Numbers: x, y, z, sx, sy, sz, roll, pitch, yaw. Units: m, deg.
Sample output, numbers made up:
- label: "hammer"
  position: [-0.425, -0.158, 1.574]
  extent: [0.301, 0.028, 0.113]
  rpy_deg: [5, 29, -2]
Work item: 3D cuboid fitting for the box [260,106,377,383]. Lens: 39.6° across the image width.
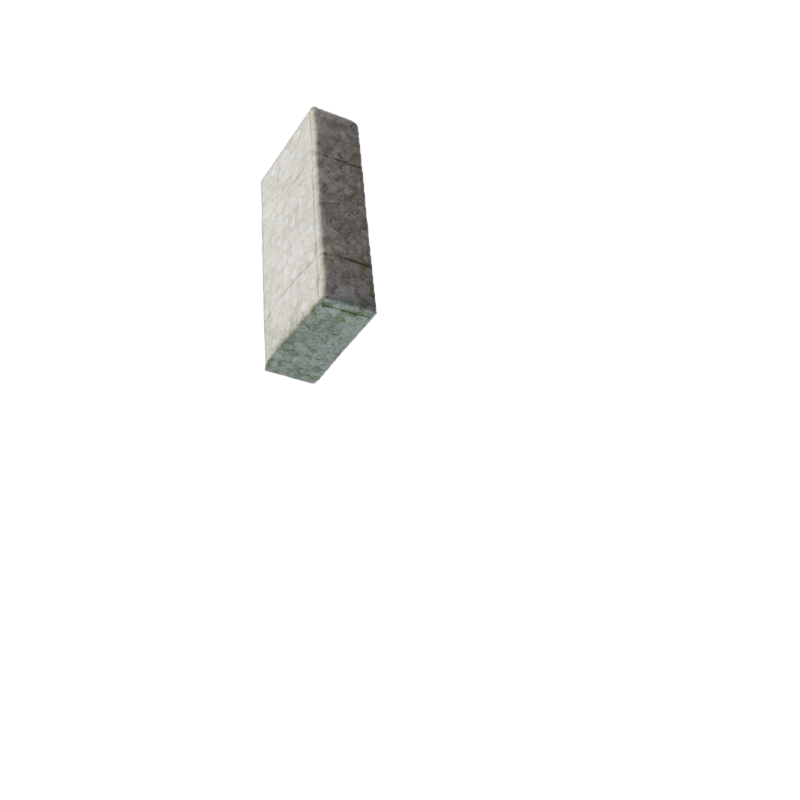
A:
- label: "box"
  position: [-0.060, -0.111, 0.777]
  extent: [0.046, 0.189, 0.091]
  rpy_deg: [18, -42, -25]
